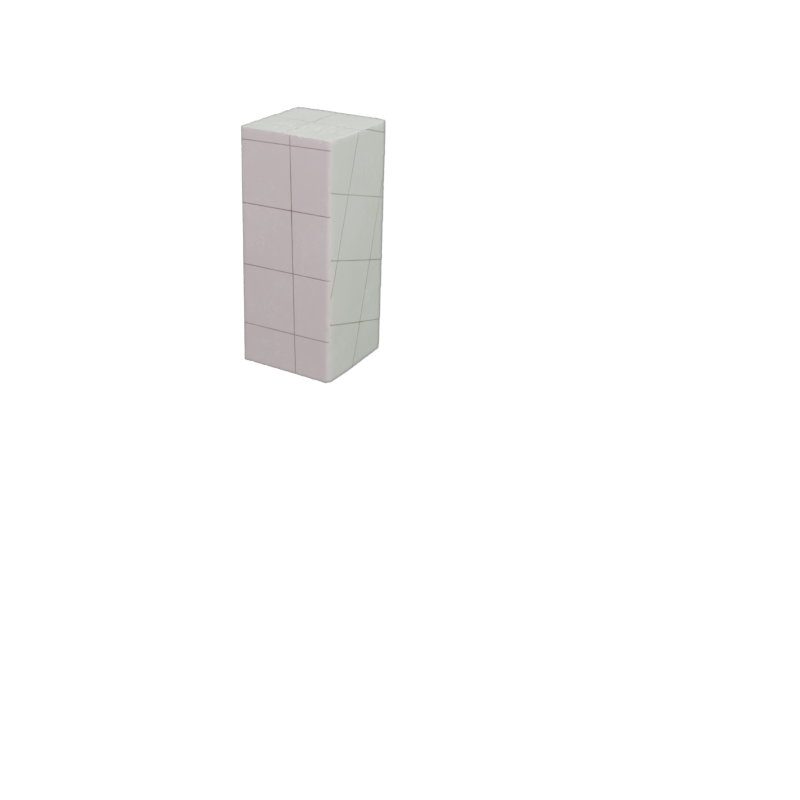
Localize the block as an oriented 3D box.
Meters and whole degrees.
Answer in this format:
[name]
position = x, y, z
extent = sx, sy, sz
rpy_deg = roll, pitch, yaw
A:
[block]
position = -0.073, -0.134, 0.936
extent = 0.095, 0.197, 0.090
rpy_deg = 13, 24, 28
